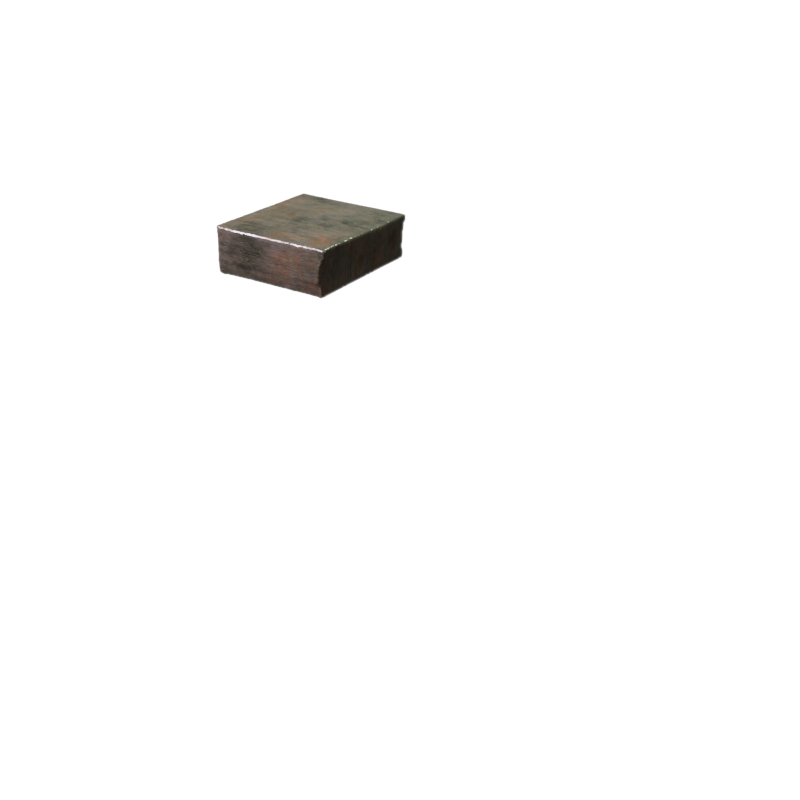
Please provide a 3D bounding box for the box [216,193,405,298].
[{"bbox_3d":[-0.062,-0.112,0.788,0.094,0.037,0.114,14,29,27],"label":"box"}]
